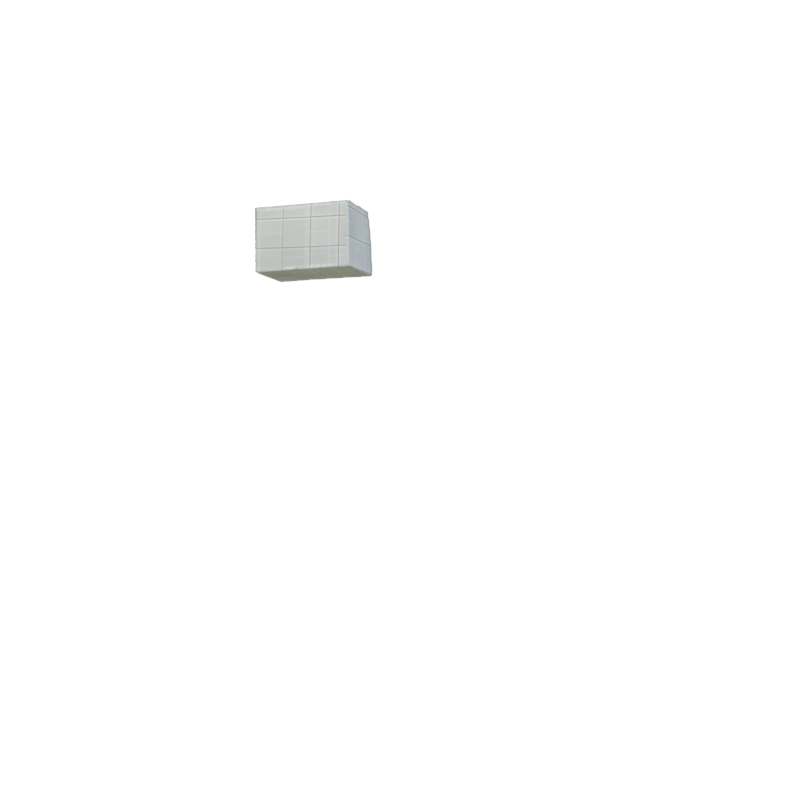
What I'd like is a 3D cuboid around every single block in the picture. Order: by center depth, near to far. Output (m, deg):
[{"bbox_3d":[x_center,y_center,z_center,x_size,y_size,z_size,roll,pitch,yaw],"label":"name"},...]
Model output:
[{"bbox_3d":[-0.066,-0.121,0.845,0.080,0.052,0.050,-2,-7,19],"label":"block"}]
